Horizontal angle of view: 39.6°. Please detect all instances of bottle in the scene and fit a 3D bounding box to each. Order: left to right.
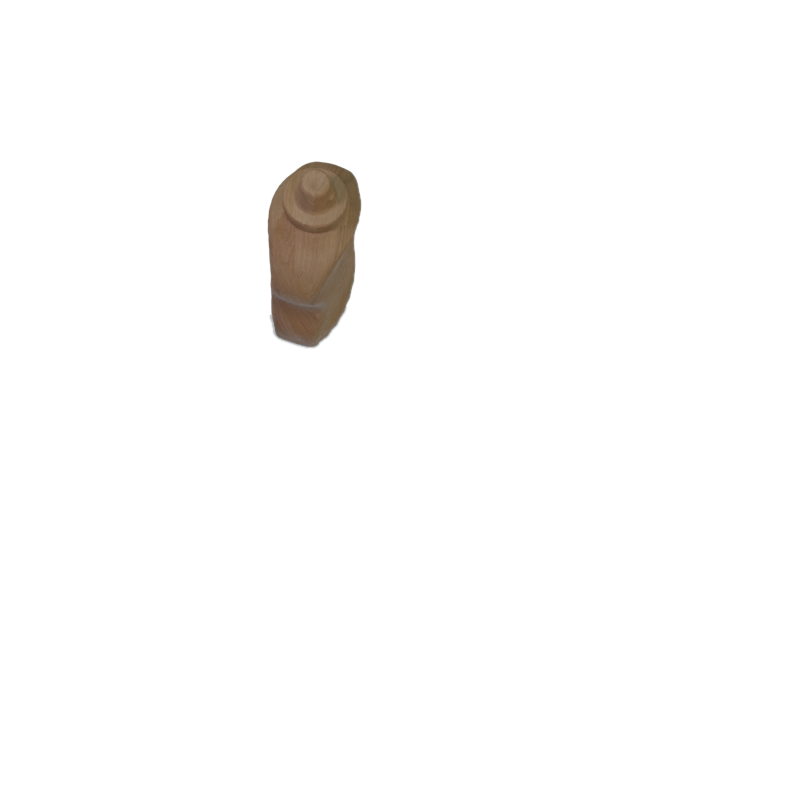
[{"bbox_3d":[-0.058,-0.107,0.752,0.059,0.099,0.184,18,-17,1],"label":"bottle"}]
